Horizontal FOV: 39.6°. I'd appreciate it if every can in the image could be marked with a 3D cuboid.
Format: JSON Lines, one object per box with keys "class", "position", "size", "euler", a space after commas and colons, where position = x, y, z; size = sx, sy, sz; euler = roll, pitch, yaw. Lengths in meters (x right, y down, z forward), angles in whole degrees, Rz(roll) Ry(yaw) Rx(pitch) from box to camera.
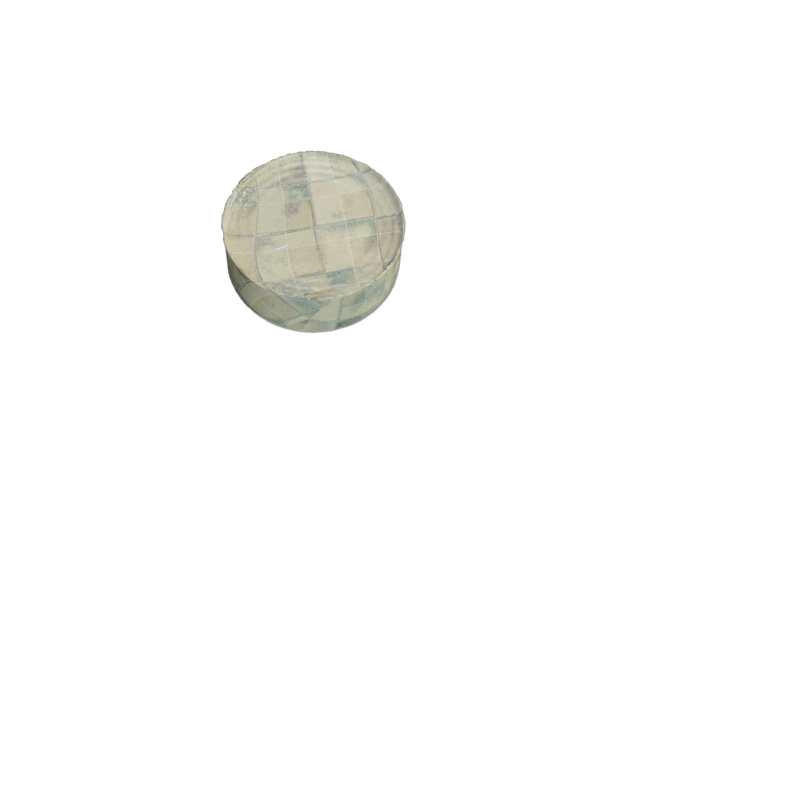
{"class": "can", "position": [-0.041, -0.075, 0.528], "size": [0.086, 0.092, 0.031], "euler": [-1, -32, -1]}
